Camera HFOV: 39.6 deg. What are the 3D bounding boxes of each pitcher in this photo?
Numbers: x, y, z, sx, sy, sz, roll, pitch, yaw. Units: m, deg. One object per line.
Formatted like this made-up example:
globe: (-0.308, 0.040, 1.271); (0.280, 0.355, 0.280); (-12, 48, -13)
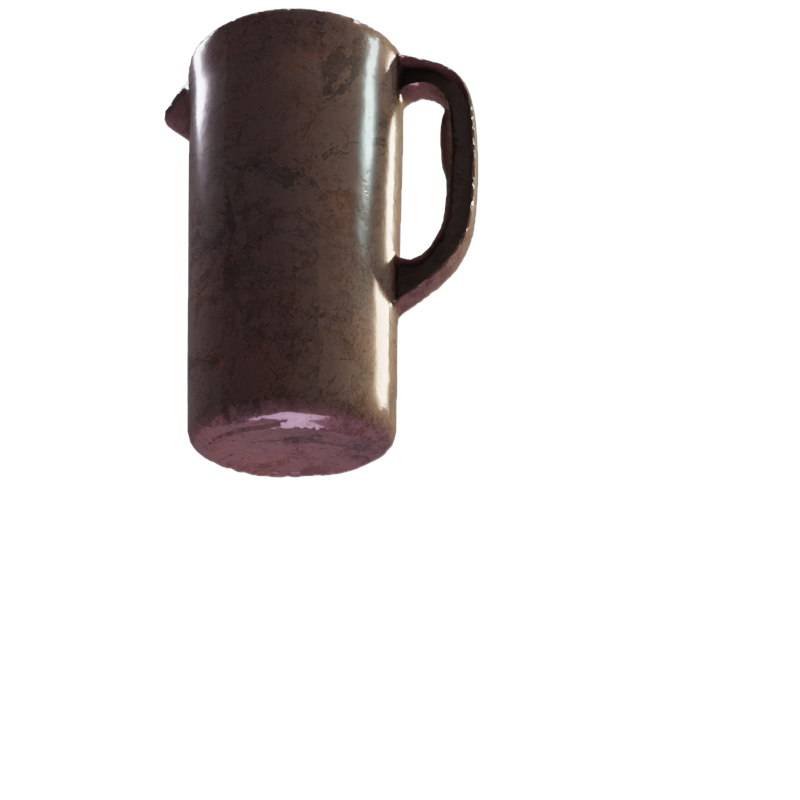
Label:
pitcher: (-0.049, -0.089, 0.621); (0.138, 0.257, 0.148); (15, -29, -32)
